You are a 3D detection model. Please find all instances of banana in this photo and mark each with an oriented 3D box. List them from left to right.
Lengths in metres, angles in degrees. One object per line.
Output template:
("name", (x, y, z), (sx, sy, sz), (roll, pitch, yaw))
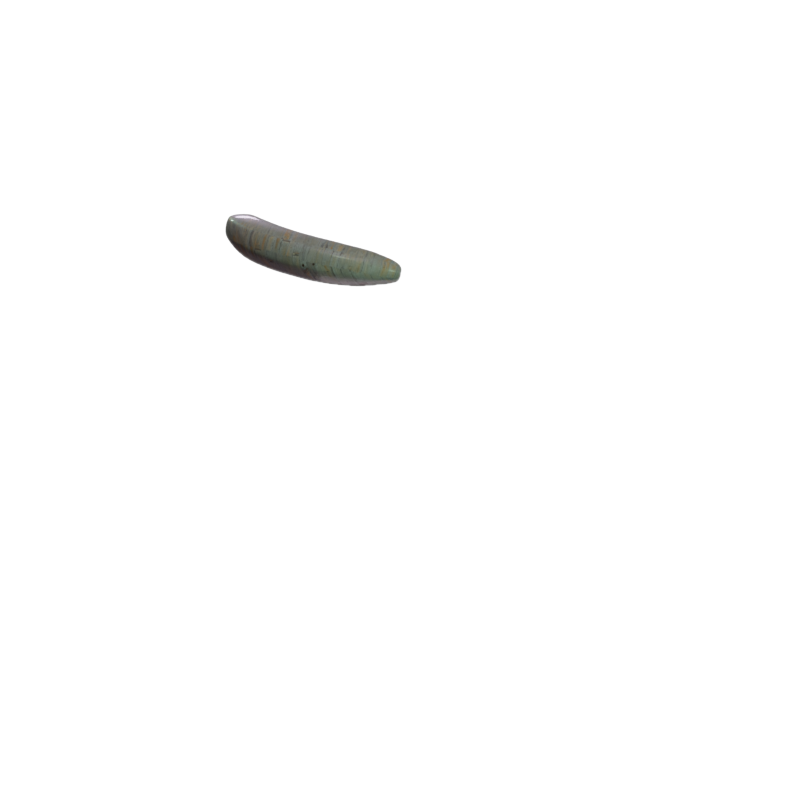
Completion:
("banana", (-0.092, -0.135, 0.972), (0.210, 0.035, 0.069), (25, 36, 38))
